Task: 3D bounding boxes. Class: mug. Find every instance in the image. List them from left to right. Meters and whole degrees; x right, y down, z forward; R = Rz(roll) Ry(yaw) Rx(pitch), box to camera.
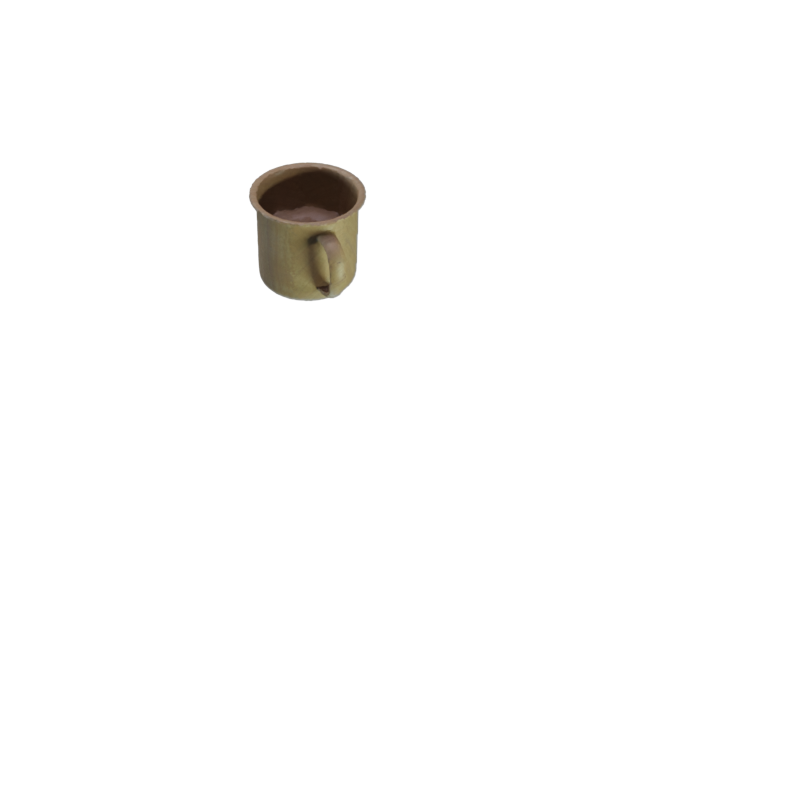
[{"bbox_3d":[-0.070,-0.127,0.892,0.092,0.076,0.127,-16,42,-20],"label":"mug"}]
